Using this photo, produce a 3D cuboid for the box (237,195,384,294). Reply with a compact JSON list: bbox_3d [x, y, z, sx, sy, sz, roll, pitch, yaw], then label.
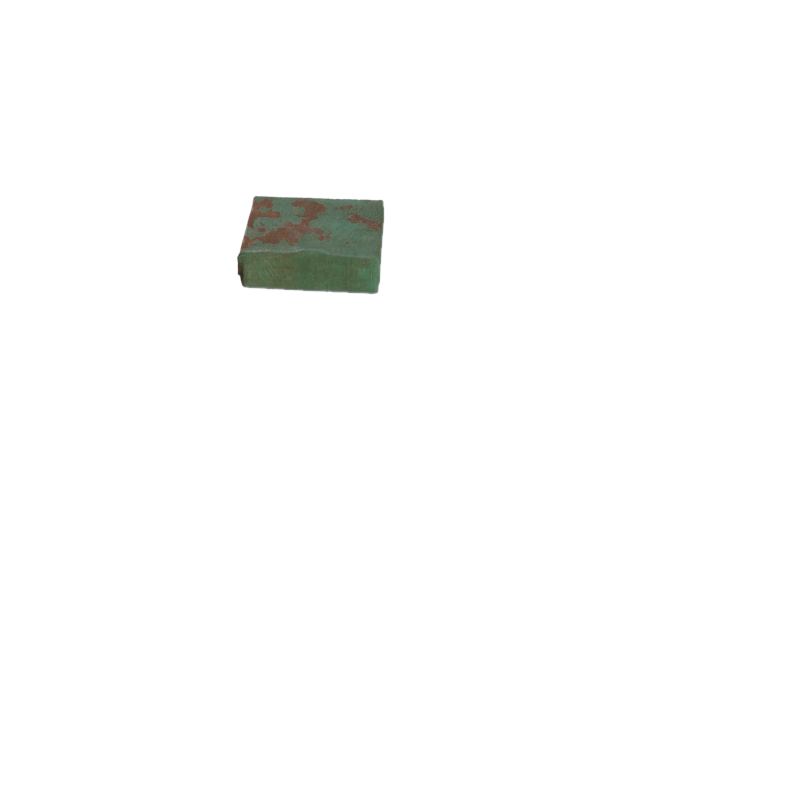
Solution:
[{"bbox_3d":[-0.056,-0.102,0.715,0.090,0.028,0.078,2,37,3],"label":"box"}]
